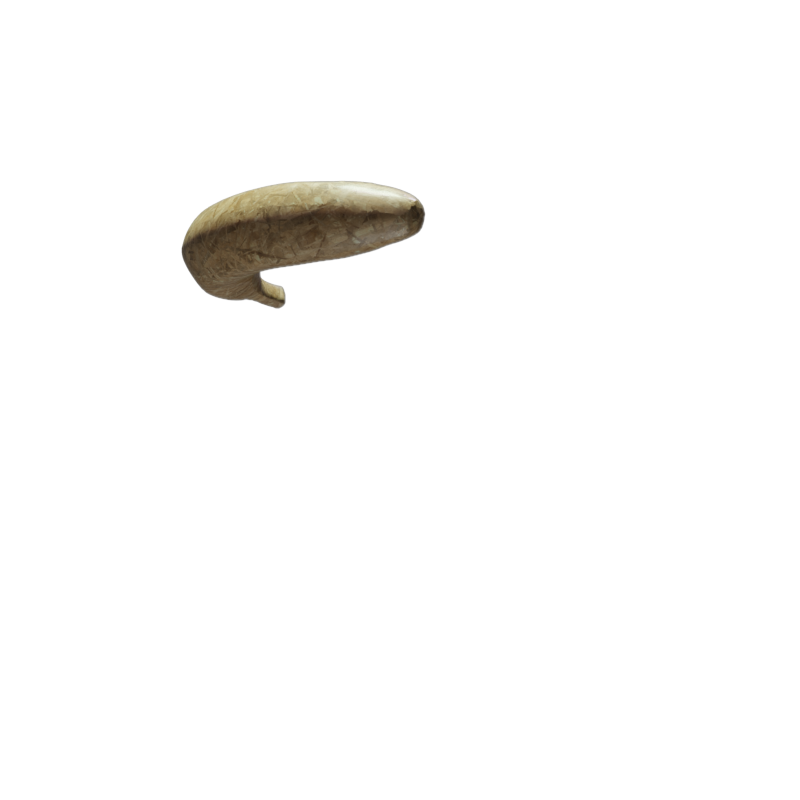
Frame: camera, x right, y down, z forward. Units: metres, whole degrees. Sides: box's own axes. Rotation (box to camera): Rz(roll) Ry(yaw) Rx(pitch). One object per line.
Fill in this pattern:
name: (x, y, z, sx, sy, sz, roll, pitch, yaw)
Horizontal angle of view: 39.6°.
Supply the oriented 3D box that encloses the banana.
banana: (-0.058, -0.071, 0.497, 0.068, 0.037, 0.200, 2, -3, -22)
